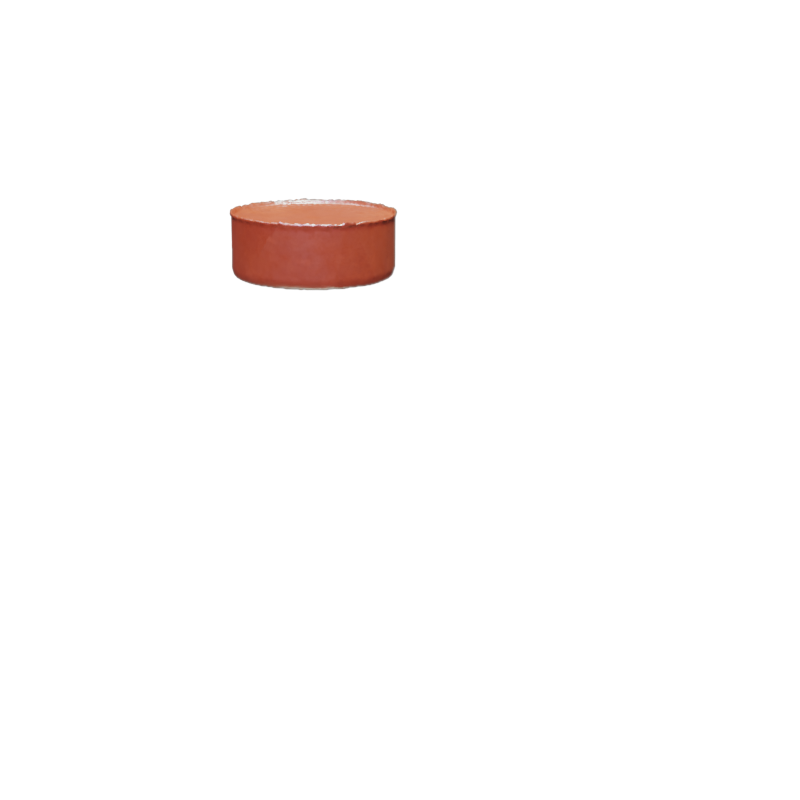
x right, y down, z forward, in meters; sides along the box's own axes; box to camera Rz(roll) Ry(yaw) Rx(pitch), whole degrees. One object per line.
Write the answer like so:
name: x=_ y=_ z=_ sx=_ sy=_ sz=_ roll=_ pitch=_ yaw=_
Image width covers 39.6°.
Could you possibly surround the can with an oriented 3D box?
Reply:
can: x=-0.045 y=-0.082 z=0.571 sx=0.086 sy=0.032 sz=0.089 roll=-1 pitch=17 yaw=-2
